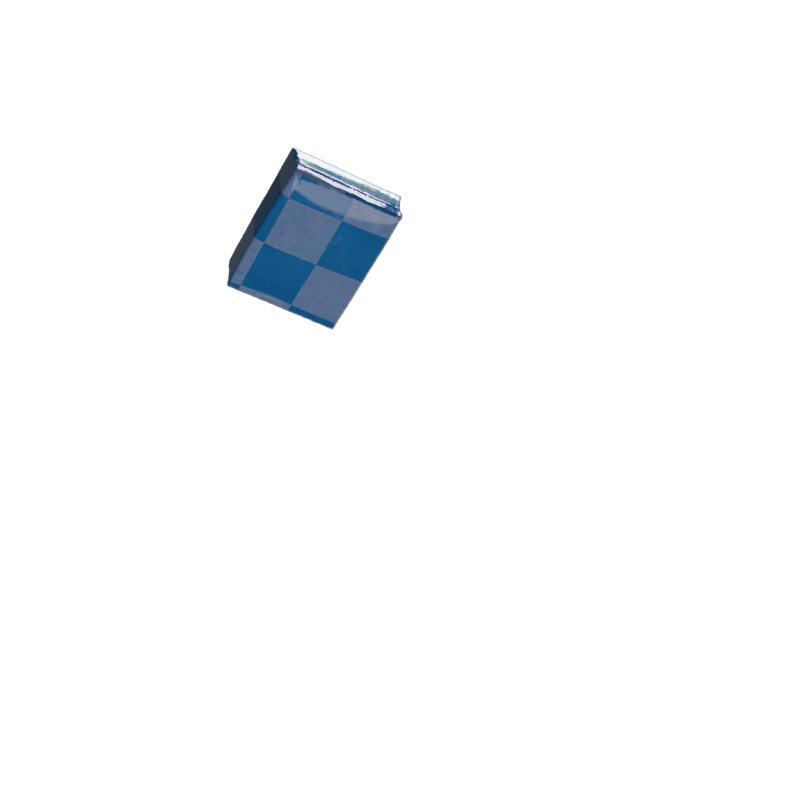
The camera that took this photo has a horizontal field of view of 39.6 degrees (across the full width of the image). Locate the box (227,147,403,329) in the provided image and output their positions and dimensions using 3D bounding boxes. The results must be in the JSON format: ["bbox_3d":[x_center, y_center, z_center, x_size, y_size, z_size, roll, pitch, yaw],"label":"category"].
[{"bbox_3d":[-0.063,-0.116,0.810,0.087,0.110,0.042,24,32,-17],"label":"box"}]
